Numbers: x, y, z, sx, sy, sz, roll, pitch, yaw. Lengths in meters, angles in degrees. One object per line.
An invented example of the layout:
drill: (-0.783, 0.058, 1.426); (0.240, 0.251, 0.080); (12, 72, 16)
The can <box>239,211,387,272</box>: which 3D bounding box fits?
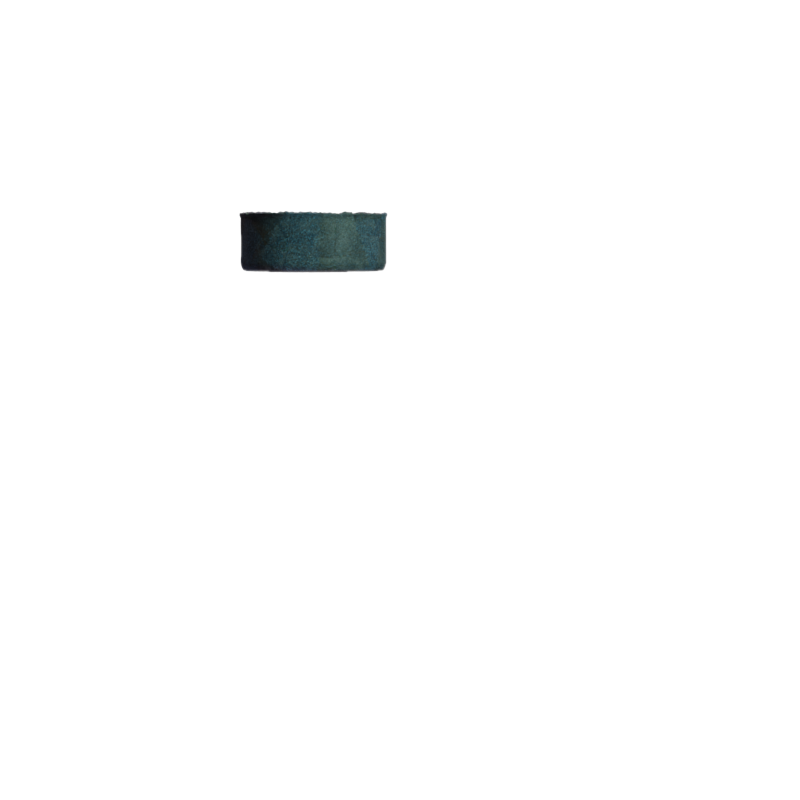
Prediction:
can: (-0.050, -0.092, 0.643); (0.086, 0.033, 0.087); (0, 7, -2)
